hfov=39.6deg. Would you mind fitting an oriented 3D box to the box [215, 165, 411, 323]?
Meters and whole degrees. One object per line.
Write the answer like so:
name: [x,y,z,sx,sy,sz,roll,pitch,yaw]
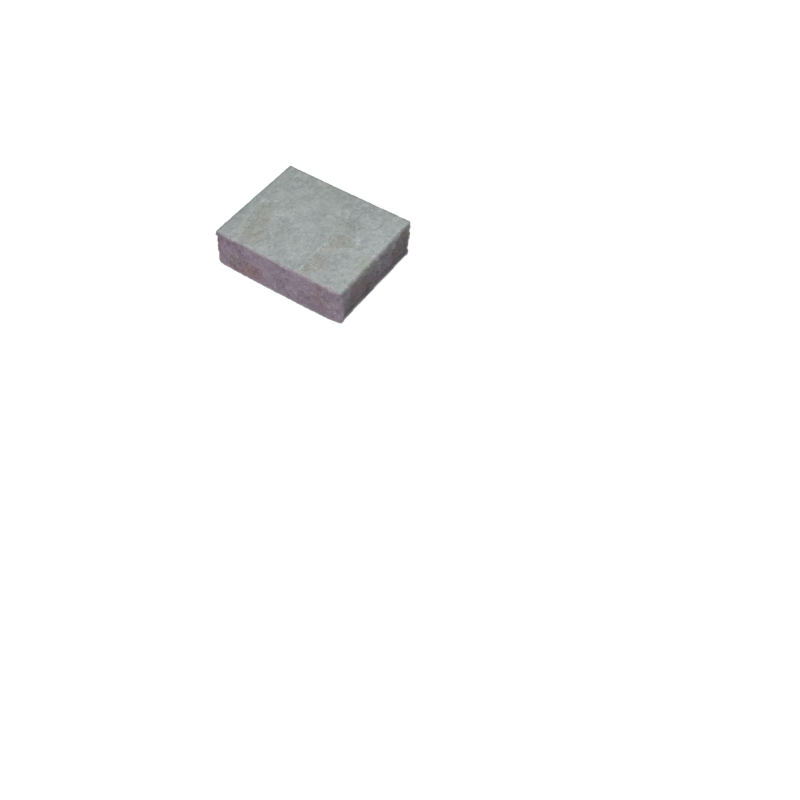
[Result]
box: [-0.063,-0.115,0.806,0.119,0.036,0.092,28,55,22]
